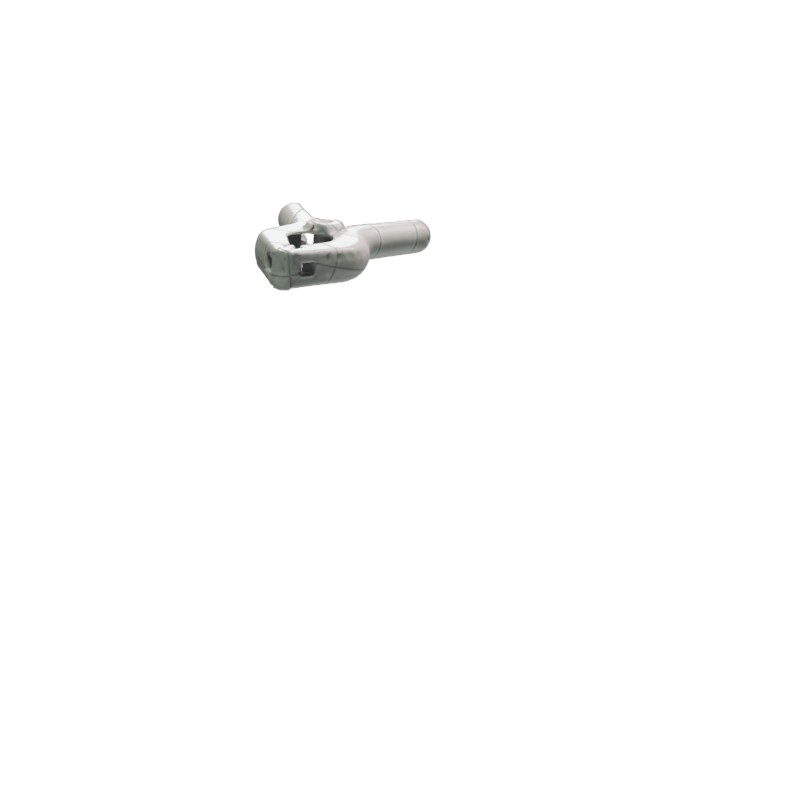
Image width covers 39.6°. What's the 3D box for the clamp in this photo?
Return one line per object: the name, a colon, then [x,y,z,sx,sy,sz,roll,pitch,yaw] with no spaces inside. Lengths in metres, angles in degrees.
clamp: [-0.062,-0.114,0.798,0.125,0.038,0.170,7,18,25]
